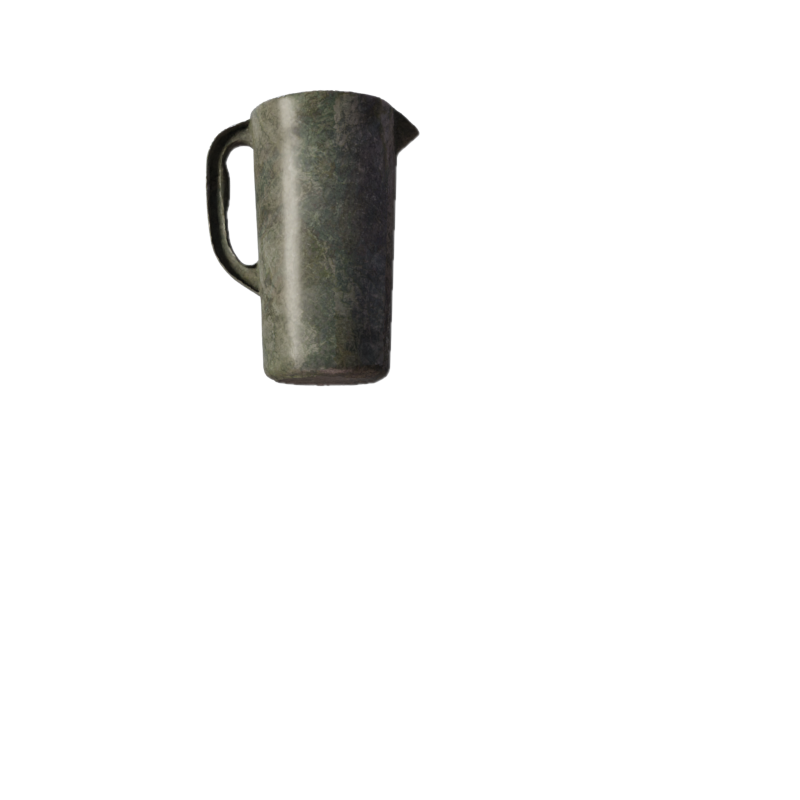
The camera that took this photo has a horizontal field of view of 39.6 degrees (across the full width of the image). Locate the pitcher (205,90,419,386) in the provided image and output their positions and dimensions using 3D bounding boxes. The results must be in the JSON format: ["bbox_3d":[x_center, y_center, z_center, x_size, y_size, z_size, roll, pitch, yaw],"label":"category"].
[{"bbox_3d":[-0.075,-0.138,0.964,0.138,0.250,0.153,9,-14,-42],"label":"pitcher"}]
